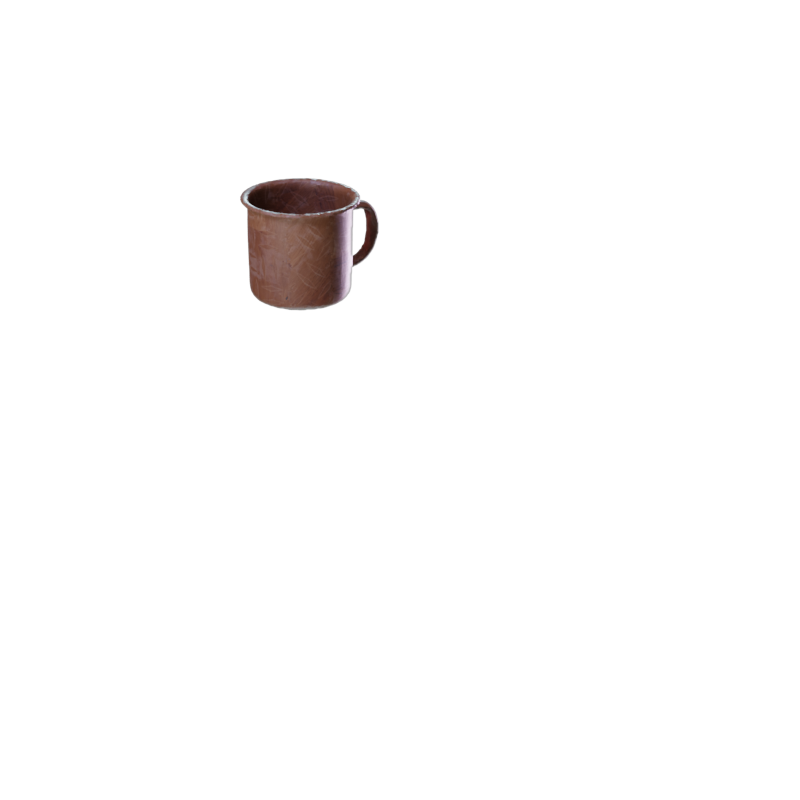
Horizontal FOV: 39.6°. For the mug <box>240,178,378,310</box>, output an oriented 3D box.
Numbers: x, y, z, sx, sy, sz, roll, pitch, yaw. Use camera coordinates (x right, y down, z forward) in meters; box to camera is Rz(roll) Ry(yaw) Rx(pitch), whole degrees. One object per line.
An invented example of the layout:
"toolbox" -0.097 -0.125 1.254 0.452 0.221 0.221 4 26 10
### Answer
"mug" -0.069 -0.125 0.878 0.115 0.077 0.100 -16 30 -31
